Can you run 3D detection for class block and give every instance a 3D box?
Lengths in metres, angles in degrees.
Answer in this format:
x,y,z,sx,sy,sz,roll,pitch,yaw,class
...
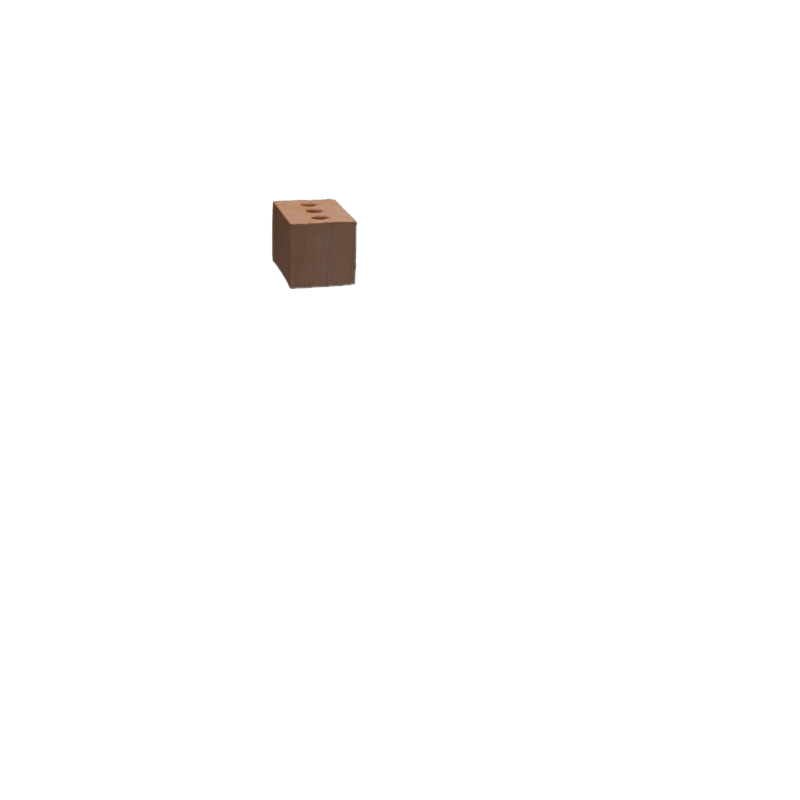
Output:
x,y,z,sx,sy,sz,roll,pitch,yaw,class
-0.067,-0.122,0.858,0.052,0.049,0.083,-5,21,-15,block
